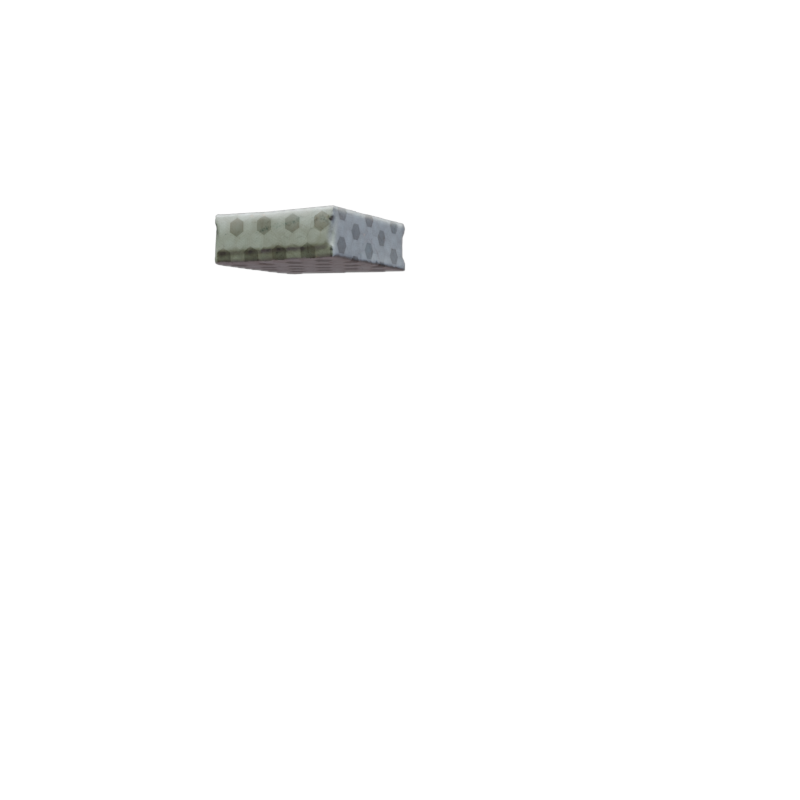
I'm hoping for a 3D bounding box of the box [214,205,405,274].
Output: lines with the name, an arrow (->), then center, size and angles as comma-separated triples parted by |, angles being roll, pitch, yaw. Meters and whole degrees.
box -> -0.048, -0.087, 0.609 | 0.075, 0.030, 0.086 | 1, 2, 27
